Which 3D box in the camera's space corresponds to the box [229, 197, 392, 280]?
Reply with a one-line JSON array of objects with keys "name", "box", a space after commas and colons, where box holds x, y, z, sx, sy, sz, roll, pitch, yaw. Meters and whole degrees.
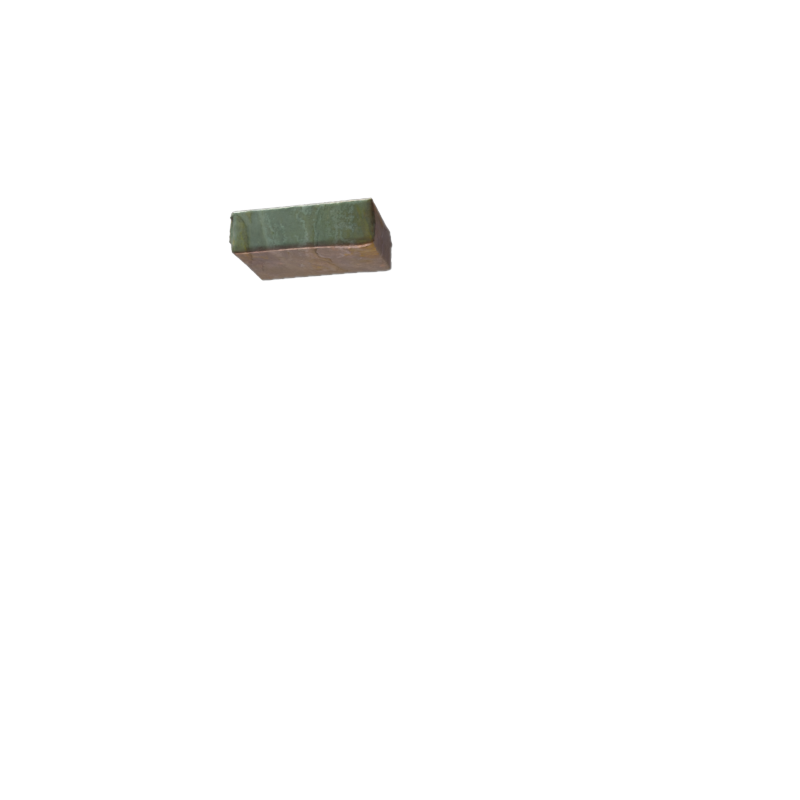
[{"name": "box", "box": [-0.068, -0.124, 0.871, 0.115, 0.040, 0.086, -2, -9, 10]}]
